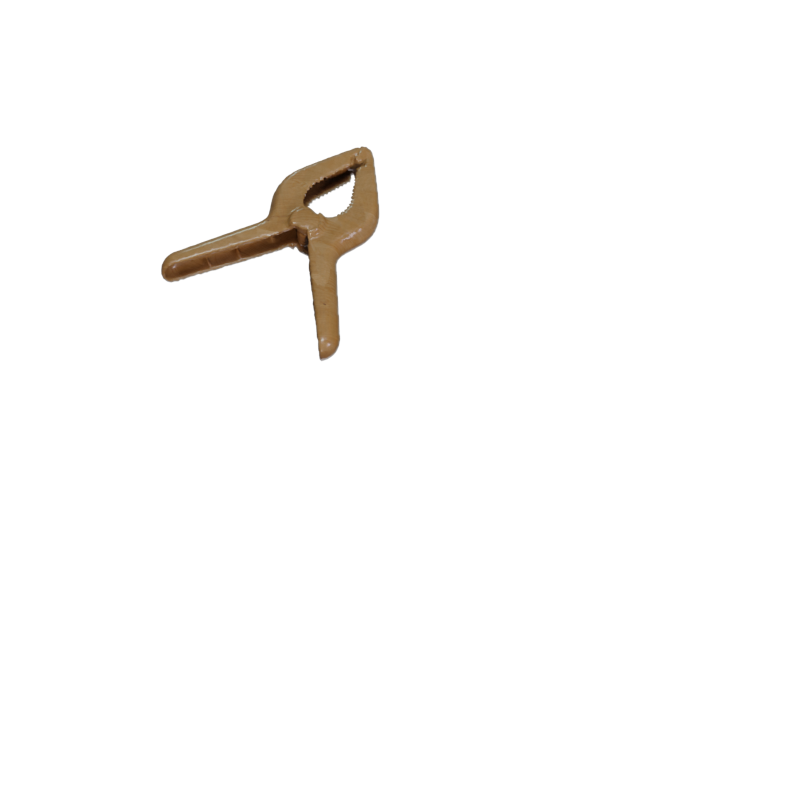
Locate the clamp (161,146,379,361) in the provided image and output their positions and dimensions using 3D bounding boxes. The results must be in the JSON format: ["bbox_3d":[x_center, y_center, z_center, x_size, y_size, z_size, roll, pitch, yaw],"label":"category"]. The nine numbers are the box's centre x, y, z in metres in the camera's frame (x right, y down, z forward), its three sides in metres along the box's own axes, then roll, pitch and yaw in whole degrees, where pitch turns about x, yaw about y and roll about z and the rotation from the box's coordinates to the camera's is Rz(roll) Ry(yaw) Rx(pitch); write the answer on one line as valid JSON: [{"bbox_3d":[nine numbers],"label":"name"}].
[{"bbox_3d":[-0.073,-0.133,0.928,0.173,0.214,0.034,32,-30,21],"label":"clamp"}]
